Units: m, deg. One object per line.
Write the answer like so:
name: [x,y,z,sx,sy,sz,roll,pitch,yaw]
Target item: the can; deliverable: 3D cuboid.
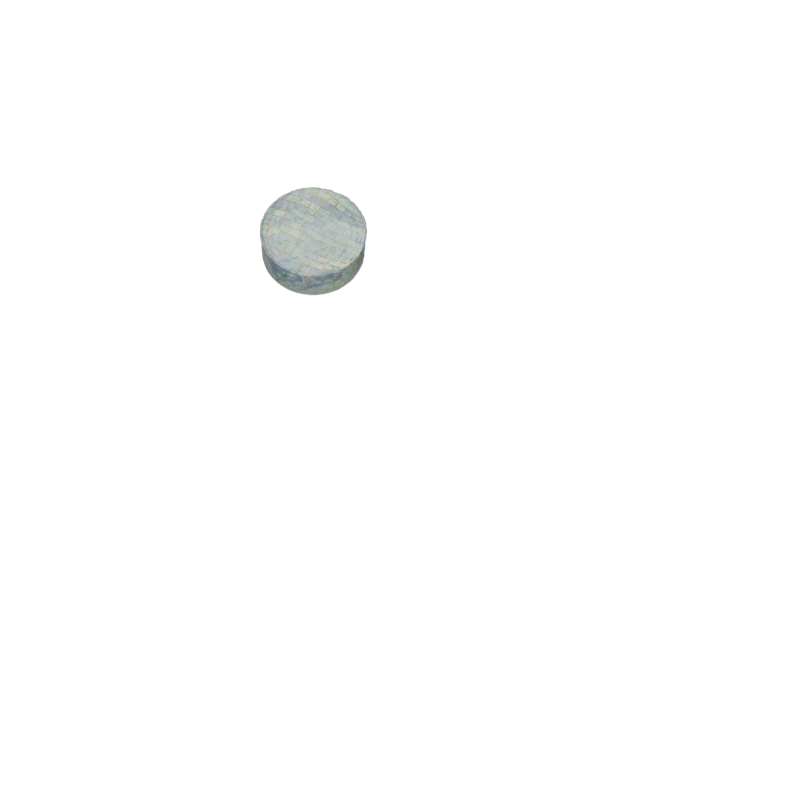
can: [-0.070,-0.128,0.897,0.086,0.092,0.031,-1,-31,-1]
